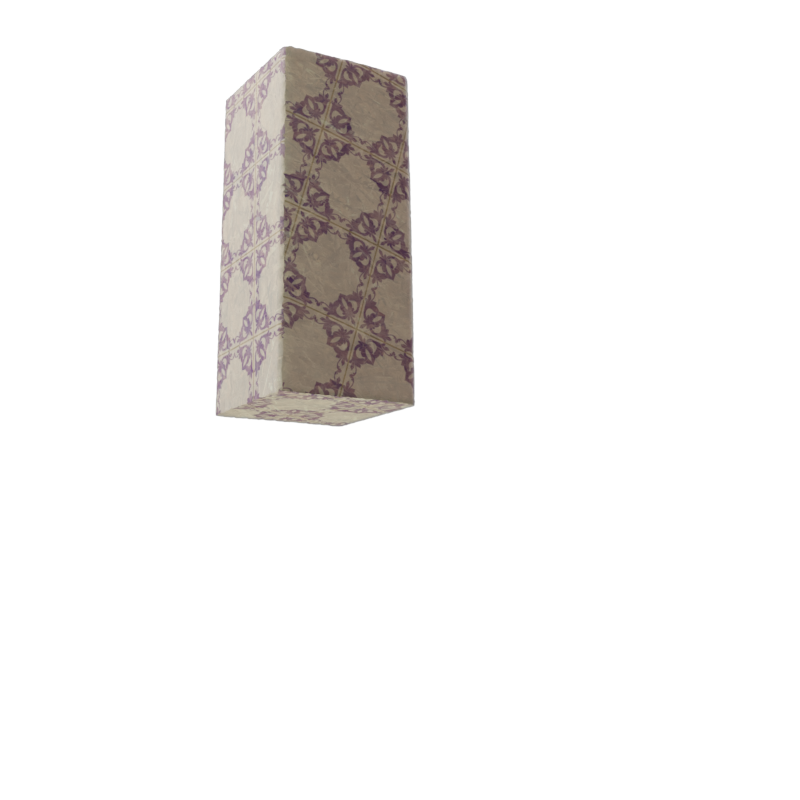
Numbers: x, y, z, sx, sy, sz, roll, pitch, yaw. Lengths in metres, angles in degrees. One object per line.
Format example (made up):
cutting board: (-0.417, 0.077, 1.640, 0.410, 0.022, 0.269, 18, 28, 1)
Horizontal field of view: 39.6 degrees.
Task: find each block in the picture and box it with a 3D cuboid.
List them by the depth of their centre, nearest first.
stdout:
block: (-0.052, -0.096, 0.674, 0.086, 0.215, 0.091, 9, -19, -30)
